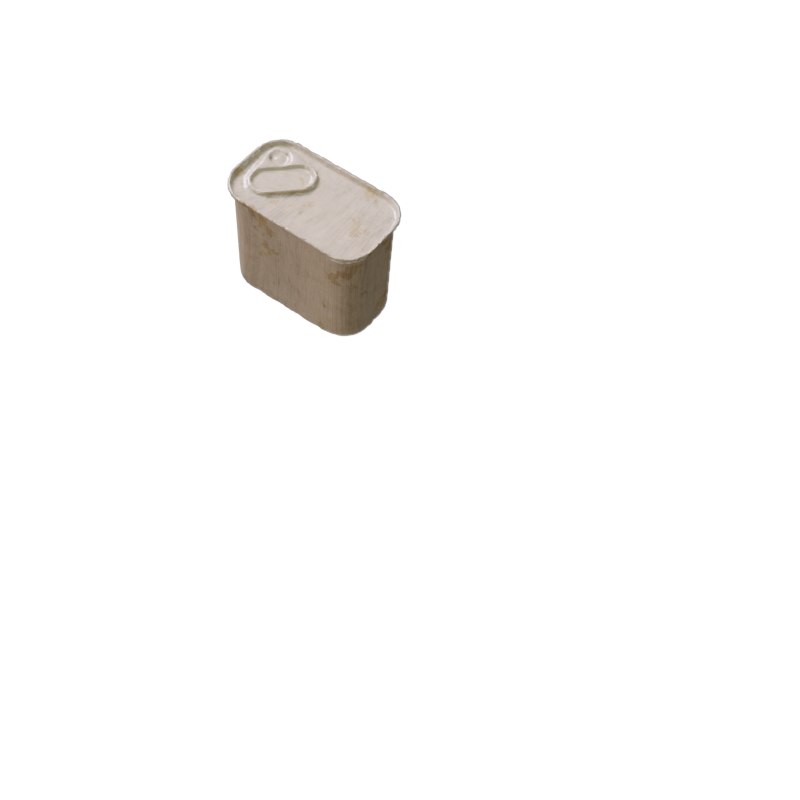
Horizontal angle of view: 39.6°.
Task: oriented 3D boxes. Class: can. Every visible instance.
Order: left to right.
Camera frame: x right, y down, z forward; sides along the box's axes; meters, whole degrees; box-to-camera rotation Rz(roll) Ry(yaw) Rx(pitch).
[{"bbox_3d":[-0.052,-0.096,0.669,0.107,0.059,0.078,33,-30,20],"label":"can"}]
